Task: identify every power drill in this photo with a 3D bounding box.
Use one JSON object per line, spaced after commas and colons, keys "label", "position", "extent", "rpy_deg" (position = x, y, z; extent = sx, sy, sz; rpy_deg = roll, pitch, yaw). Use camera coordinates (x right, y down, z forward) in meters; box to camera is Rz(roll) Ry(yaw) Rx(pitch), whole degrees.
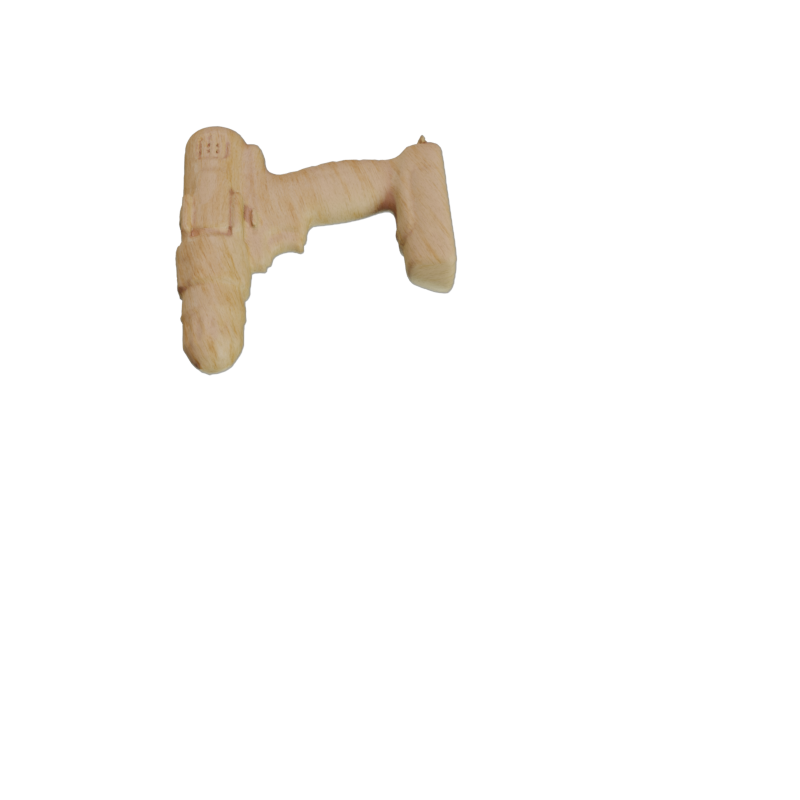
{"label": "power drill", "position": [-0.059, -0.108, 0.754], "extent": [0.187, 0.196, 0.054], "rpy_deg": [-3, -26, -2]}
